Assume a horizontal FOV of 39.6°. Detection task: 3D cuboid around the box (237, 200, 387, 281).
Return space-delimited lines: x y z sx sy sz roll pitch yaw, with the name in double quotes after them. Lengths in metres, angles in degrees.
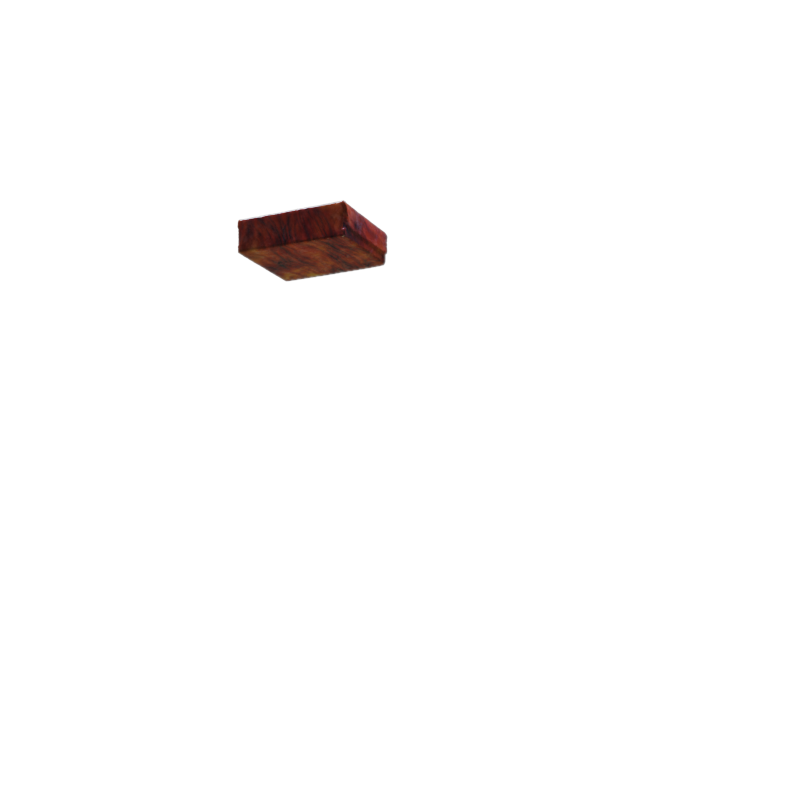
-0.064 -0.117 0.818 0.091 0.031 0.069 -7 -15 25 "box"
